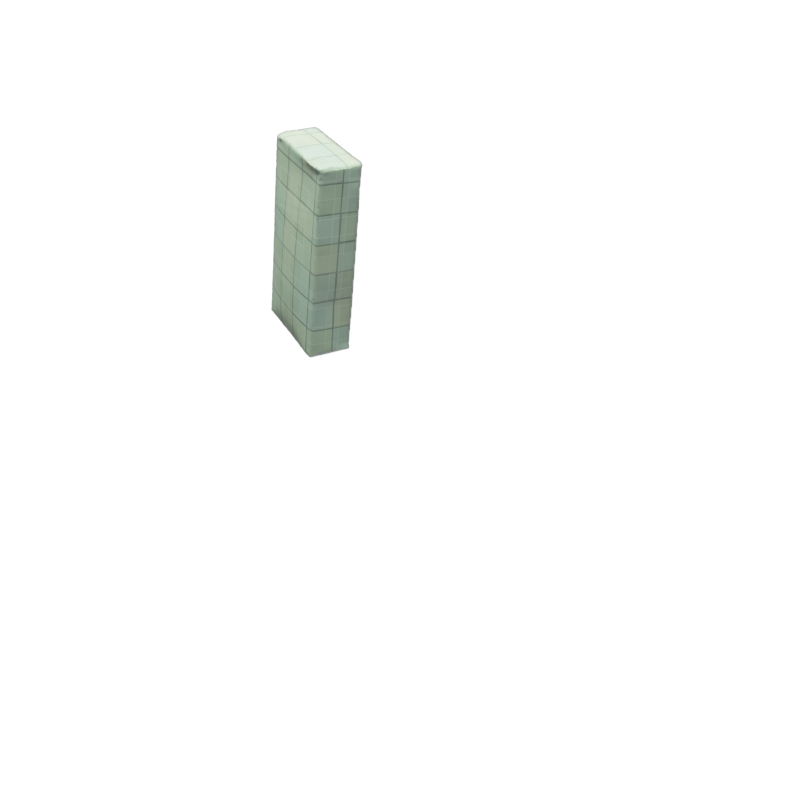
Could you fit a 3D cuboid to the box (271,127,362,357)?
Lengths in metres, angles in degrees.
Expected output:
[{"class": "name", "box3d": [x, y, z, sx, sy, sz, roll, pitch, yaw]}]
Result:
[{"class": "box", "box3d": [-0.075, -0.136, 0.954, 0.047, 0.166, 0.101, -12, 32, -24]}]
